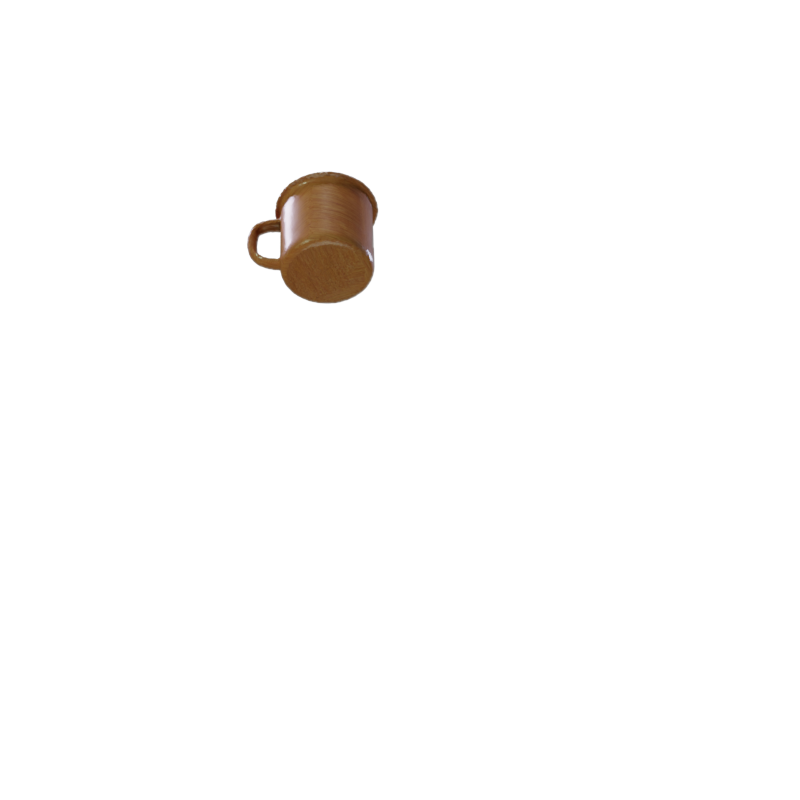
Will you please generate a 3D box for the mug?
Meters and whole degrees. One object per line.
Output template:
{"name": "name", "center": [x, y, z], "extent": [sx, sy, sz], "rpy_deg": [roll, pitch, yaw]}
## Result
{"name": "mug", "center": [-0.076, -0.139, 0.975], "extent": [0.117, 0.087, 0.087], "rpy_deg": [-2, -42, 0]}
